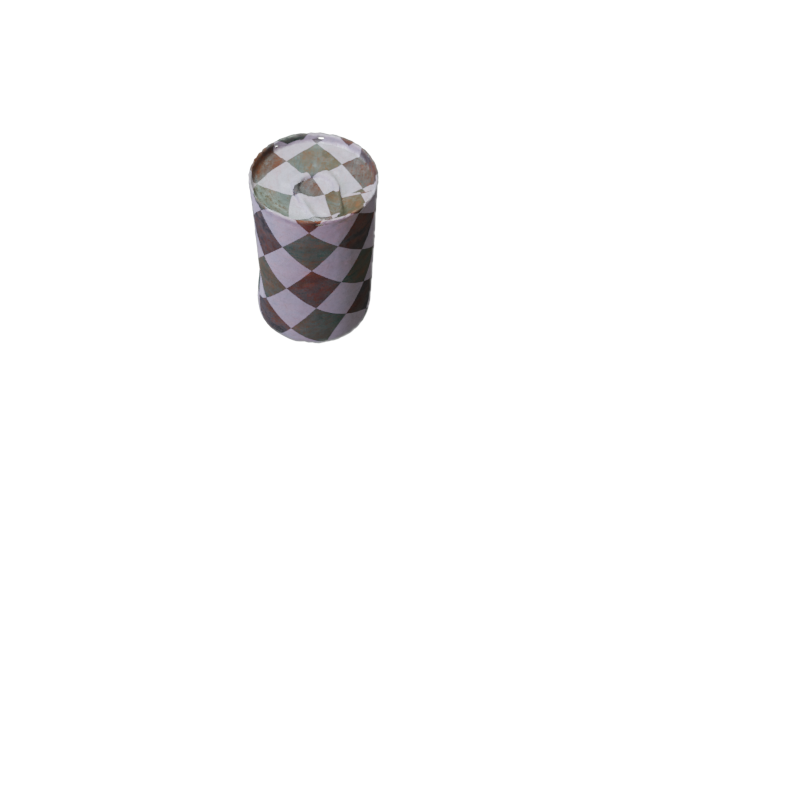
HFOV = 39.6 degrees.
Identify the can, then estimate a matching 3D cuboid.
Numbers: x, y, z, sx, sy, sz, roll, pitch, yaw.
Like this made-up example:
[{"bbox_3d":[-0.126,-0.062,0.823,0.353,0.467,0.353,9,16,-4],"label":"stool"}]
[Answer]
[{"bbox_3d":[-0.048,-0.088,0.614,0.068,0.073,0.095,0,-39,-3],"label":"can"}]
